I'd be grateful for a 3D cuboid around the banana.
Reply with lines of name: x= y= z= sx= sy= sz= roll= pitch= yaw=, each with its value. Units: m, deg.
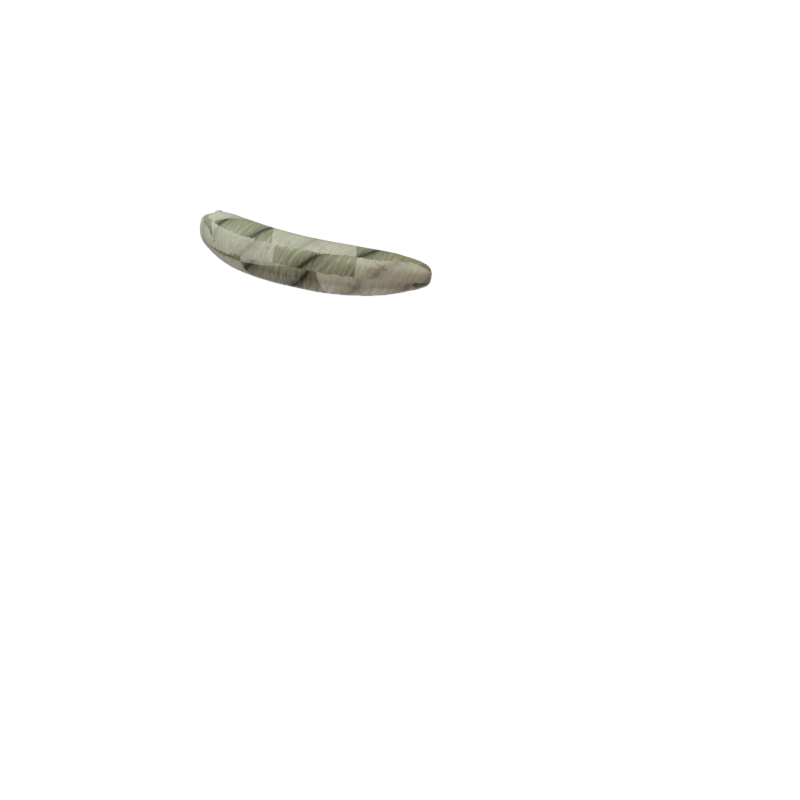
banana: x=-0.077 y=-0.109 z=0.807 sx=0.208 sy=0.034 sz=0.070 roll=20 pitch=38 yaw=28
